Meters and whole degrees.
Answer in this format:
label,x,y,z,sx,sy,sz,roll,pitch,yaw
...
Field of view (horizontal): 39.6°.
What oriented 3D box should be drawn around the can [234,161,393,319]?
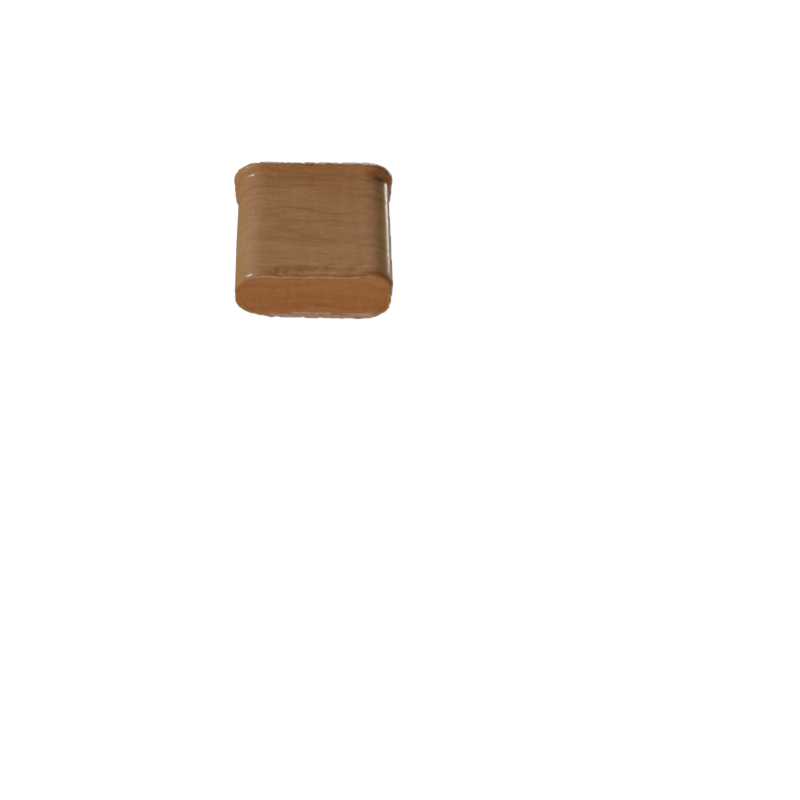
label,x,y,z,sx,sy,sz,roll,pitch,yaw
can,-0.055,-0.100,0.698,0.102,0.089,0.054,0,-29,-2
